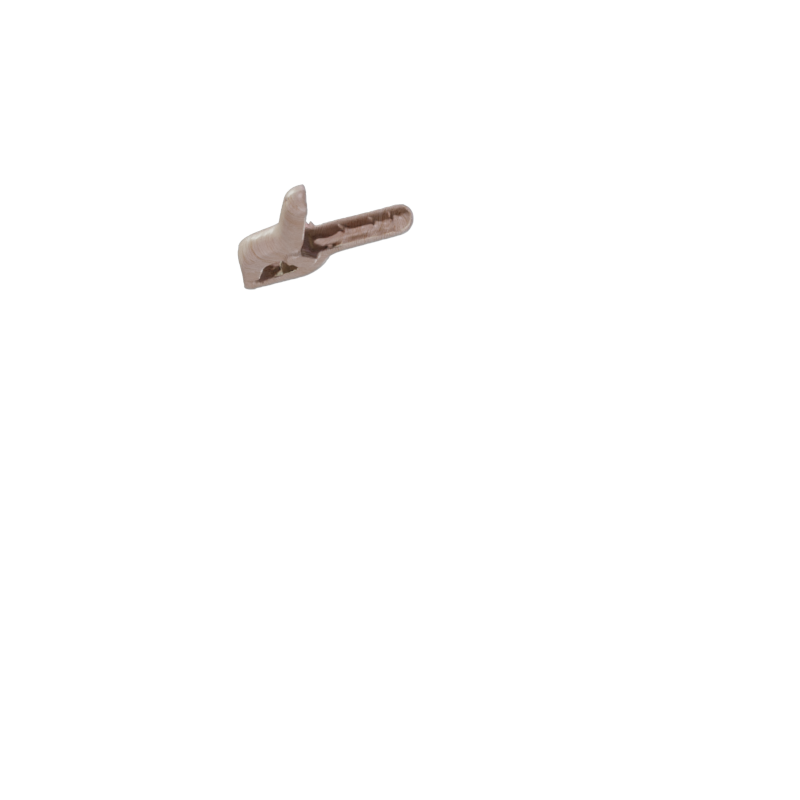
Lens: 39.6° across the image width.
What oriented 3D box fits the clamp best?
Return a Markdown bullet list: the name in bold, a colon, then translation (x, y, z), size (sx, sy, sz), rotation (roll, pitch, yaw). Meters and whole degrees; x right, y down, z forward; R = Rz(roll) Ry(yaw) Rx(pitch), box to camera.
- **clamp**: translation (-0.073, -0.132, 0.927), size (0.115, 0.041, 0.171), rotation (9, -17, -29)
